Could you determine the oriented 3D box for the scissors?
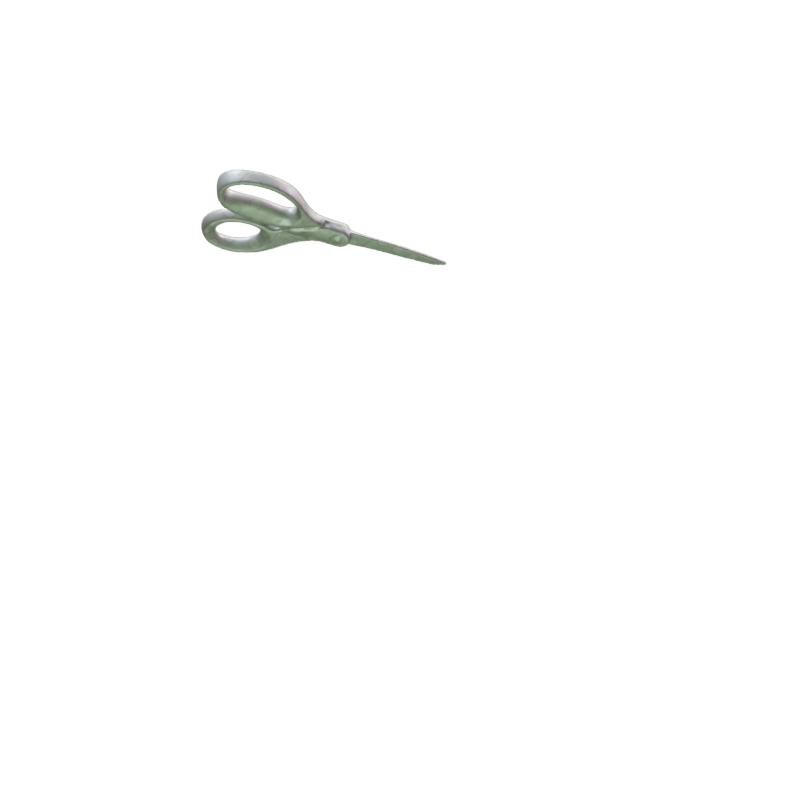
[{"bbox_3d":[-0.068,-0.123,0.863,0.190,0.017,0.096,24,-38,-35],"label":"scissors"}]
